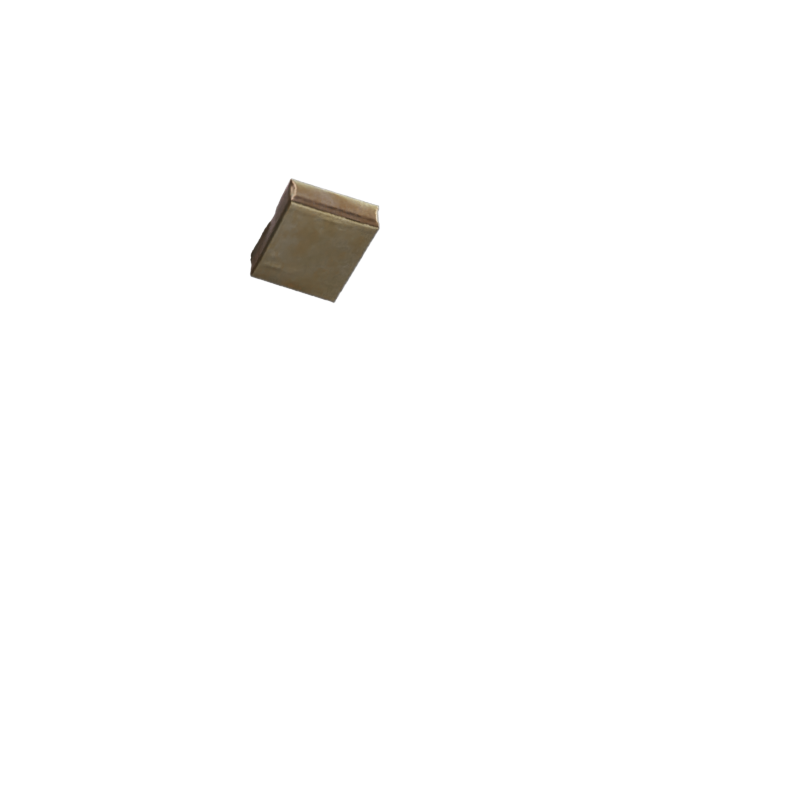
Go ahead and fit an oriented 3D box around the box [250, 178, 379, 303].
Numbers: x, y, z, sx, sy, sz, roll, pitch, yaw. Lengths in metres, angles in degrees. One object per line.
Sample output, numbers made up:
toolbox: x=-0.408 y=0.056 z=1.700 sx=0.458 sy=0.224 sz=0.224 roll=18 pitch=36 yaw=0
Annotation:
box: x=-0.067 y=-0.121 z=0.851 sx=0.071 sy=0.032 sz=0.086 roll=17 pitch=-46 yaw=-18
